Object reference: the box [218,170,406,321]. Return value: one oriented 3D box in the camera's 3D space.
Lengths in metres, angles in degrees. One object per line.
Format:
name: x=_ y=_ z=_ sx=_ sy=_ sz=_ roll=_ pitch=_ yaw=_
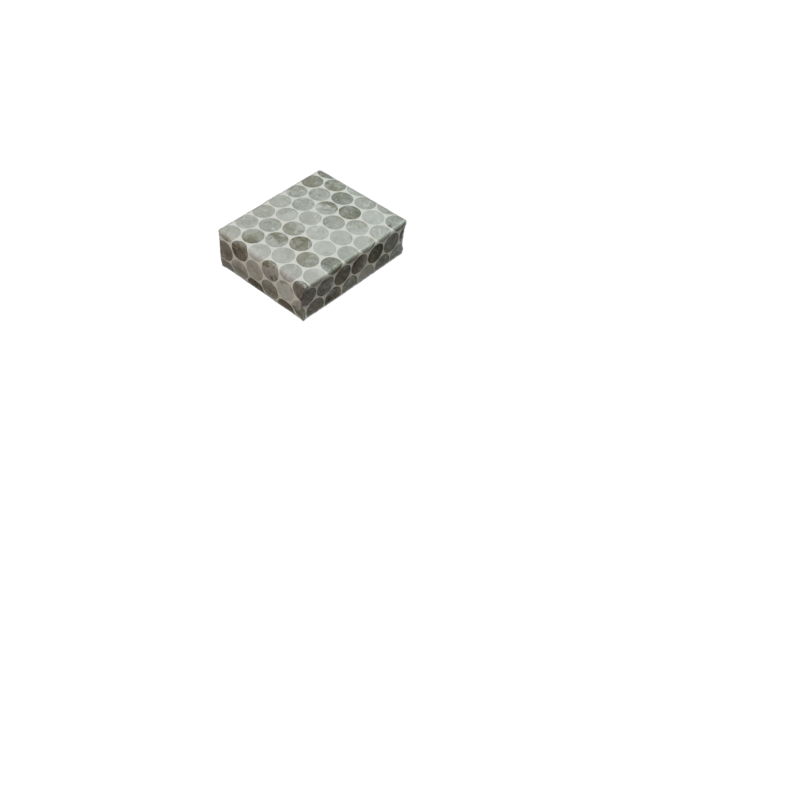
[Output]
box: x=-0.065 y=-0.118 z=0.826 sx=0.095 sy=0.036 sz=0.115 roll=32 pitch=53 yaw=28
